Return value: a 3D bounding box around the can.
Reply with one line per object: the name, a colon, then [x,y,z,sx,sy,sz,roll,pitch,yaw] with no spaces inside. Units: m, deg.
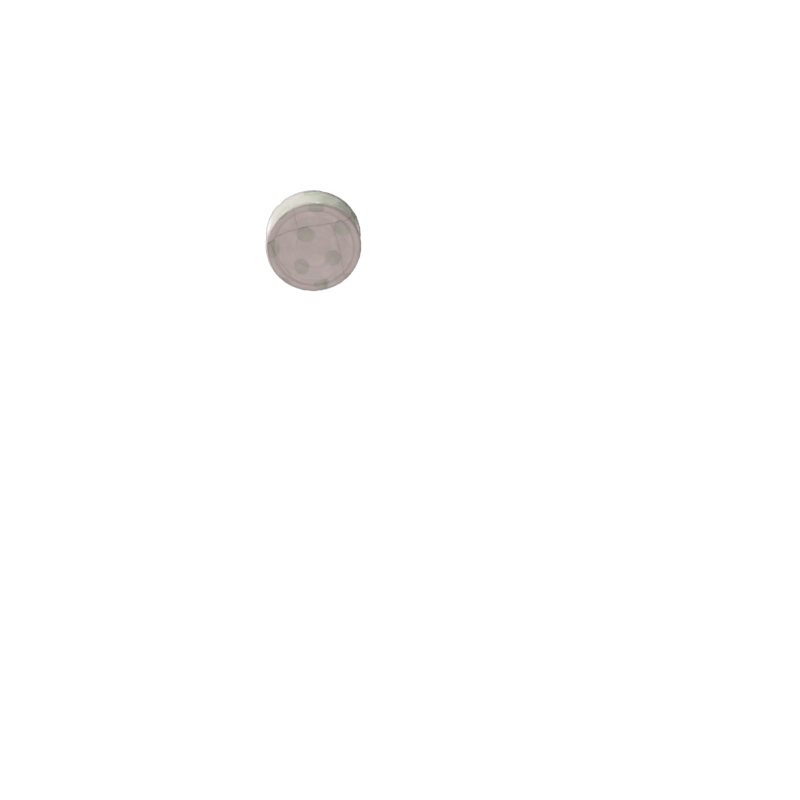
can: [-0.077,-0.141,0.987,0.086,0.082,0.035,1,24,-1]
